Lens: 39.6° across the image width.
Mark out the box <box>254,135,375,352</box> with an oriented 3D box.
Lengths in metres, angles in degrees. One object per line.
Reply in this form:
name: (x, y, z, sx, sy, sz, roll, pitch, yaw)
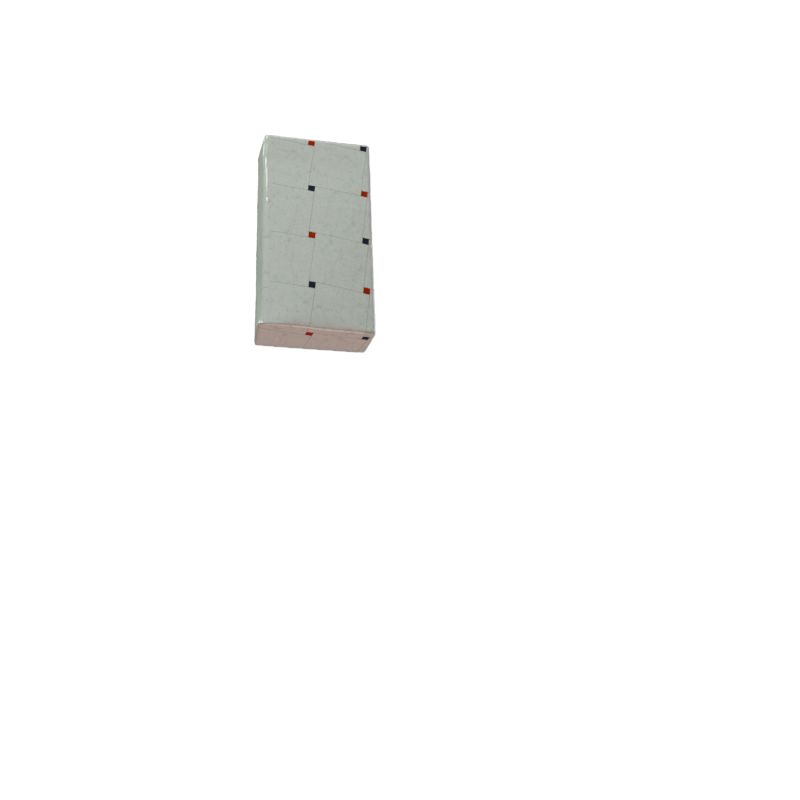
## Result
box: (-0.071, -0.130, 0.909, 0.092, 0.187, 0.046, 4, -29, -11)
